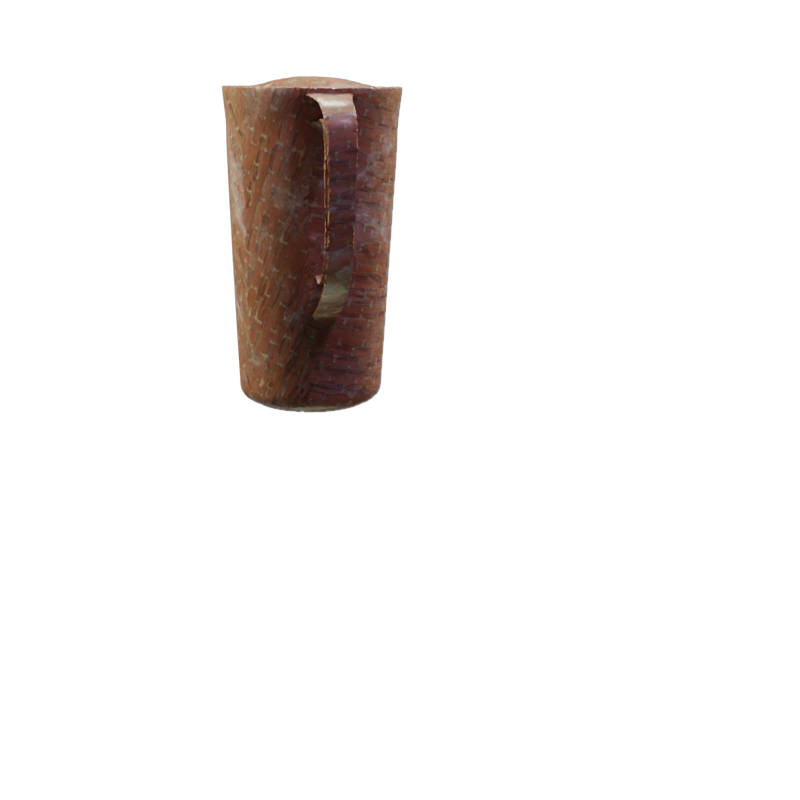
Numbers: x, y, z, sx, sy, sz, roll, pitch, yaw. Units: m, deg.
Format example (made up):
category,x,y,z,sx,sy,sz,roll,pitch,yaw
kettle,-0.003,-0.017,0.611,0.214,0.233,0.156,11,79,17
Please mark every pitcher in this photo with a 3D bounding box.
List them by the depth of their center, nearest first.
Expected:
category,x,y,z,sx,sy,sz,roll,pitch,yaw
pitcher,-0.064,-0.118,0.823,0.151,0.238,0.147,6,12,30
